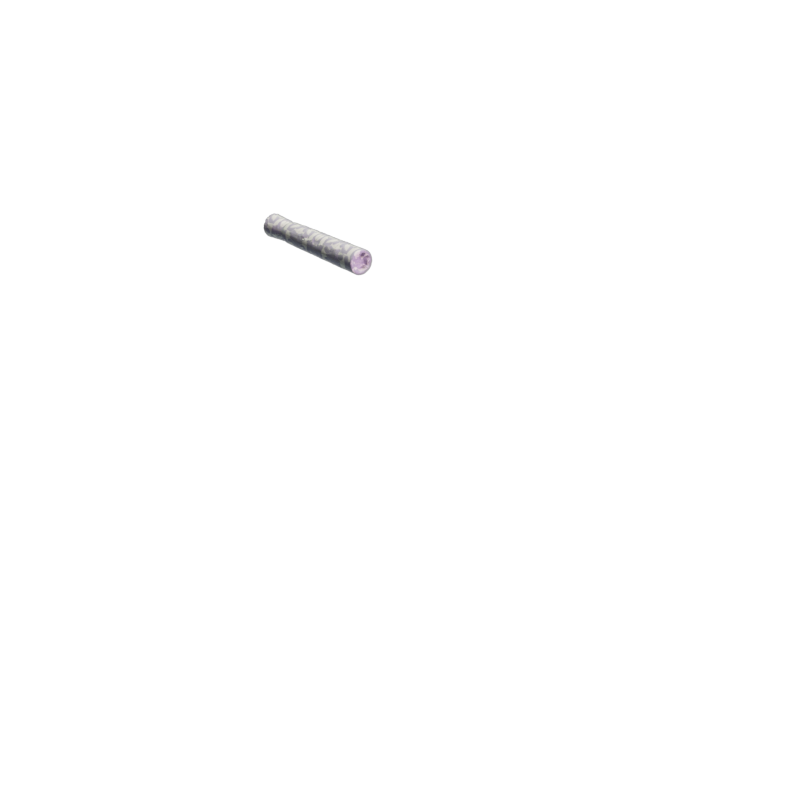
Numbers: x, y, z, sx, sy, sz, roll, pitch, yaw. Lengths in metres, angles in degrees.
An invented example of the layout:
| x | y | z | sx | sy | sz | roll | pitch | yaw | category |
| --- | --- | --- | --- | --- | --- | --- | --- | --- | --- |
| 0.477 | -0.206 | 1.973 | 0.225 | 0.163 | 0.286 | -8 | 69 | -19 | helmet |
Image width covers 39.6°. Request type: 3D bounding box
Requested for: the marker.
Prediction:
| x | y | z | sx | sy | sz | roll | pitch | yaw | category |
| --- | --- | --- | --- | --- | --- | --- | --- | --- | --- |
| -0.064 | -0.117 | 0.816 | 0.019 | 0.019 | 0.129 | -3 | 21 | -37 | marker |
